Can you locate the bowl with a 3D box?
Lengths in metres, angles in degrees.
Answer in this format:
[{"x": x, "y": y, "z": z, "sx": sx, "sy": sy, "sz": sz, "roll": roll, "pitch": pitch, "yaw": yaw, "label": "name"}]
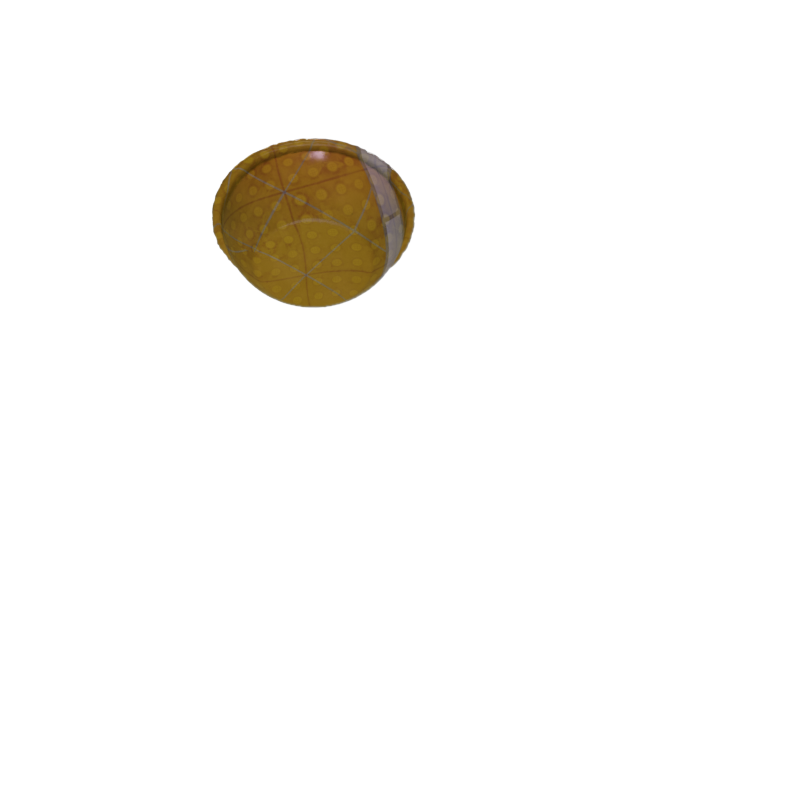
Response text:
[{"x": -0.067, "y": -0.123, "z": 0.862, "sx": 0.162, "sy": 0.151, "sz": 0.059, "roll": 1, "pitch": 44, "yaw": -1, "label": "bowl"}]
